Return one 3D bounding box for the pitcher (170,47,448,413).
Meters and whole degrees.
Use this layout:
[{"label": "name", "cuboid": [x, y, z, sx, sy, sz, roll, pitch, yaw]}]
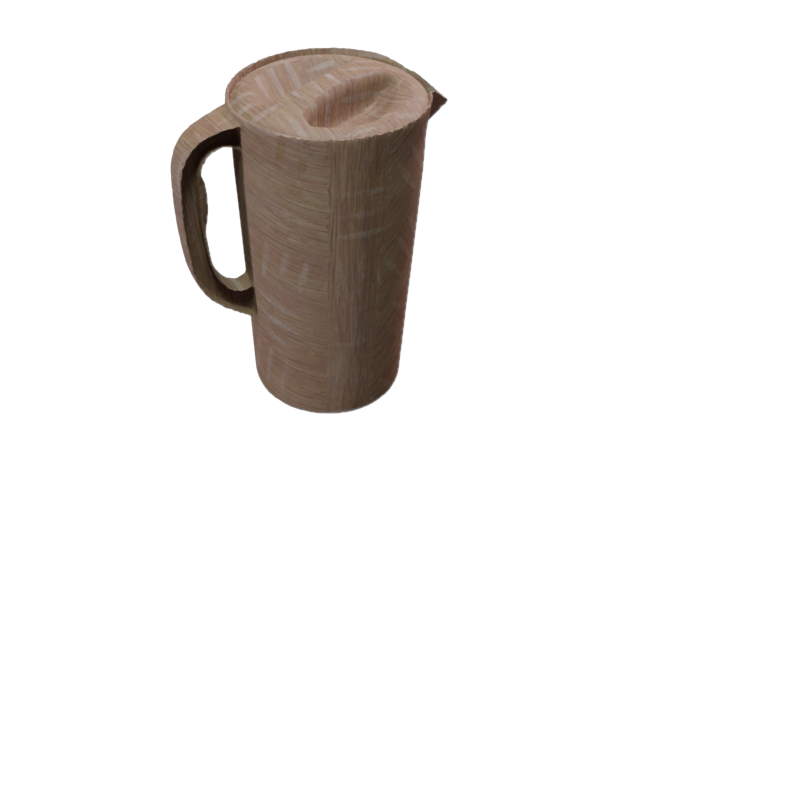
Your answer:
[{"label": "pitcher", "cuboid": [-0.060, -0.110, 0.769, 0.154, 0.227, 0.150, 14, 38, 15]}]
